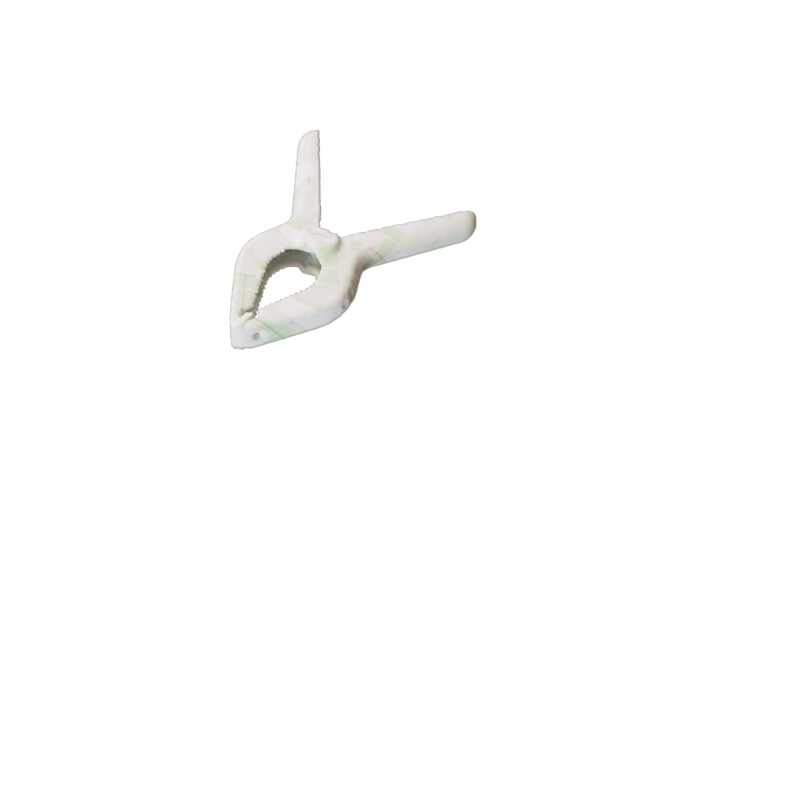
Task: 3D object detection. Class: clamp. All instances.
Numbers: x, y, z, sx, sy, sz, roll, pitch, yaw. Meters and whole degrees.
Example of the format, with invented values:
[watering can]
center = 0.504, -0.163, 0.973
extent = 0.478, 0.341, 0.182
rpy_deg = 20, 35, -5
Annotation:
[clamp]
center = -0.066, -0.121, 0.847
extent = 0.174, 0.034, 0.213
rpy_deg = 35, 60, 24
